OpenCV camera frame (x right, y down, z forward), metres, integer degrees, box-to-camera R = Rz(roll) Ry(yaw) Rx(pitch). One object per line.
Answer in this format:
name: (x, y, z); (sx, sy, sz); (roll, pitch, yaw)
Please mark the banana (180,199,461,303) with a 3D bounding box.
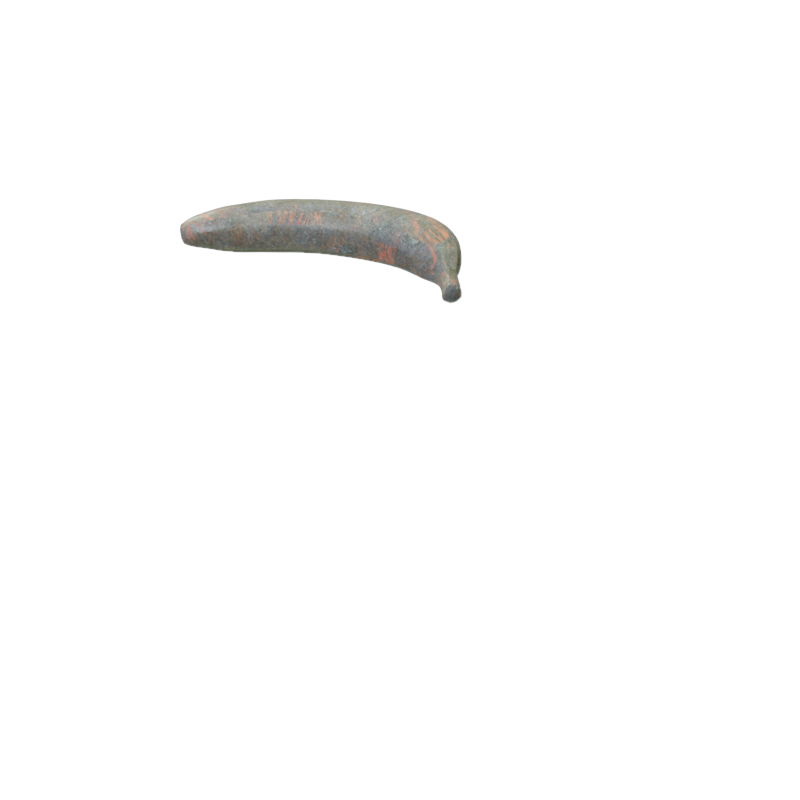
banana: (-0.041, -0.102, 0.690); (0.206, 0.035, 0.070); (13, 26, 28)
